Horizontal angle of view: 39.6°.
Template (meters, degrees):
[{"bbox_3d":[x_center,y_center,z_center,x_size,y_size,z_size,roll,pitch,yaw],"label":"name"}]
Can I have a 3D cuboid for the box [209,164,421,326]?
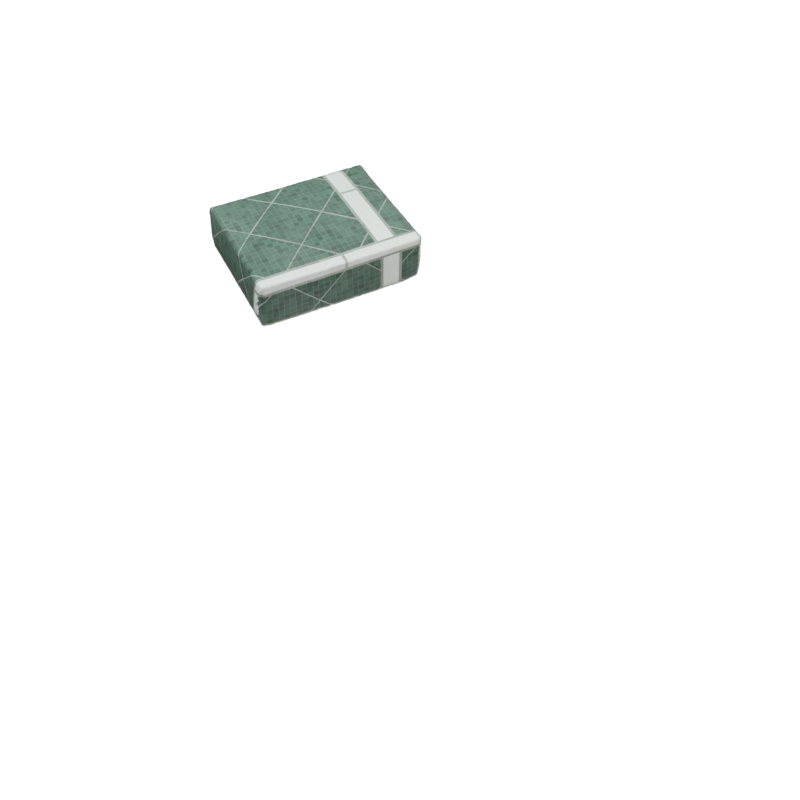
[{"bbox_3d":[-0.056,-0.102,0.717,0.112,0.036,0.097,-18,46,-19],"label":"box"}]
